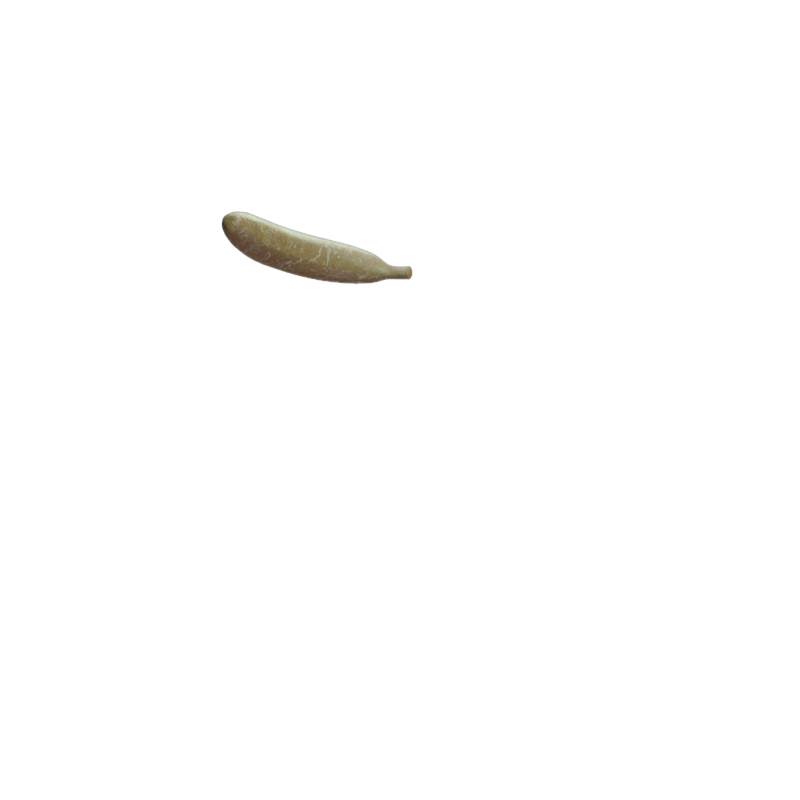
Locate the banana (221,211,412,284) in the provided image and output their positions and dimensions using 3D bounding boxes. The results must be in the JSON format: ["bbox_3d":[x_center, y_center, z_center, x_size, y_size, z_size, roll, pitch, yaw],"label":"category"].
[{"bbox_3d":[-0.084,-0.133,0.973,0.188,0.038,0.070,10,-17,-36],"label":"banana"}]
